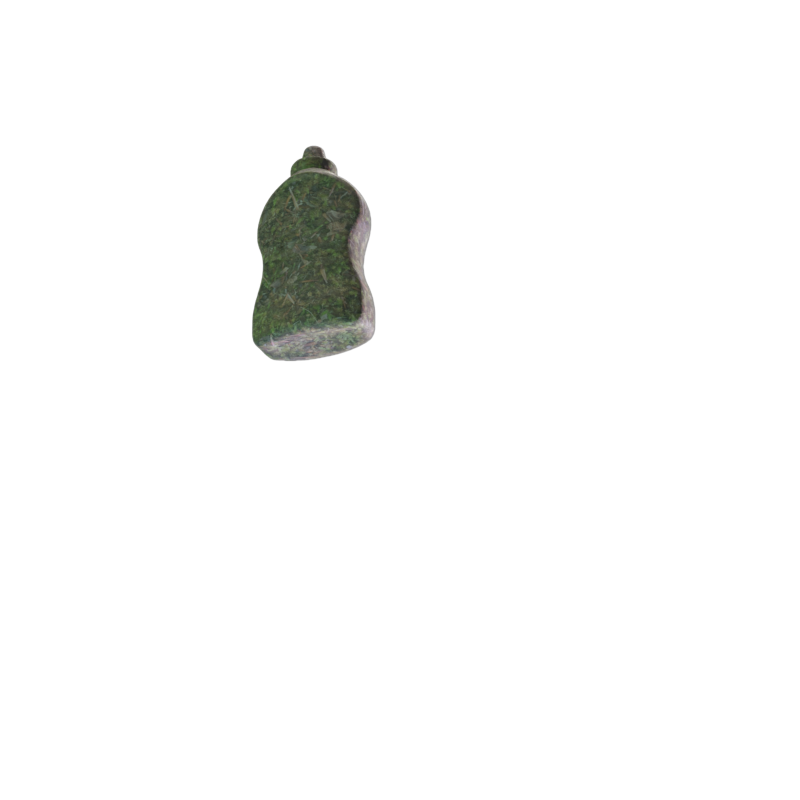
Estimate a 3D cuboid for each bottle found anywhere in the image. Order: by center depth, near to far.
[{"bbox_3d":[-0.071,-0.130,0.914,0.097,0.204,0.054,-14,-33,19],"label":"bottle"}]
